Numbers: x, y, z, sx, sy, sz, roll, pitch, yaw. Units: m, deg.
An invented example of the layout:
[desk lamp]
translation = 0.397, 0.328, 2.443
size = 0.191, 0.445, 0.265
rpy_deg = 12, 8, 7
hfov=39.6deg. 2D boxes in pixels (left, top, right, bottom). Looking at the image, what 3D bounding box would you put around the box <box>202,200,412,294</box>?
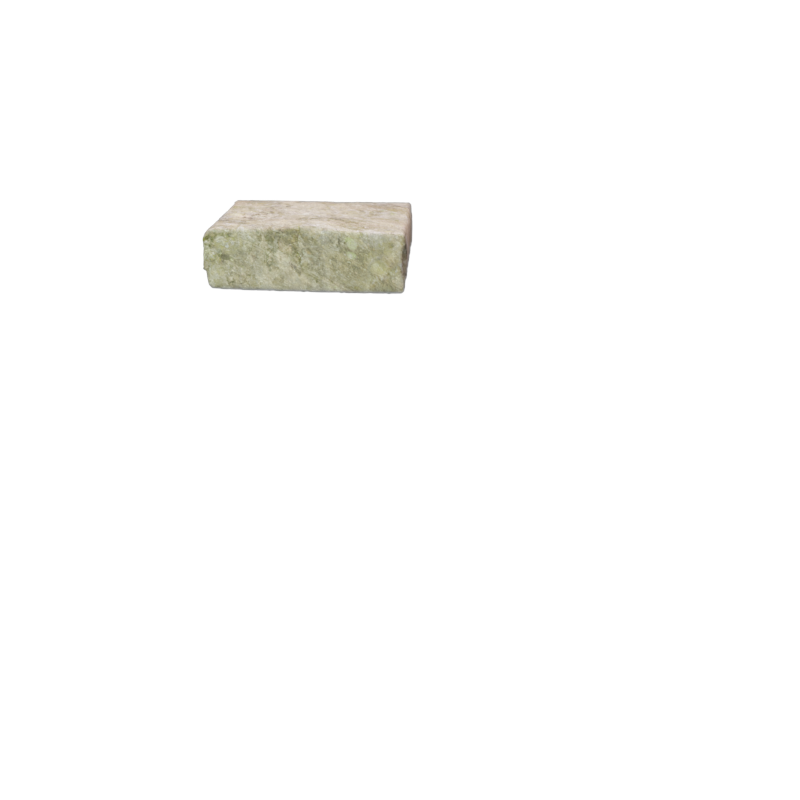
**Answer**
[box]
translation = -0.040, -0.073, 0.512
size = 0.090, 0.029, 0.075
rpy_deg = 2, 19, 5
